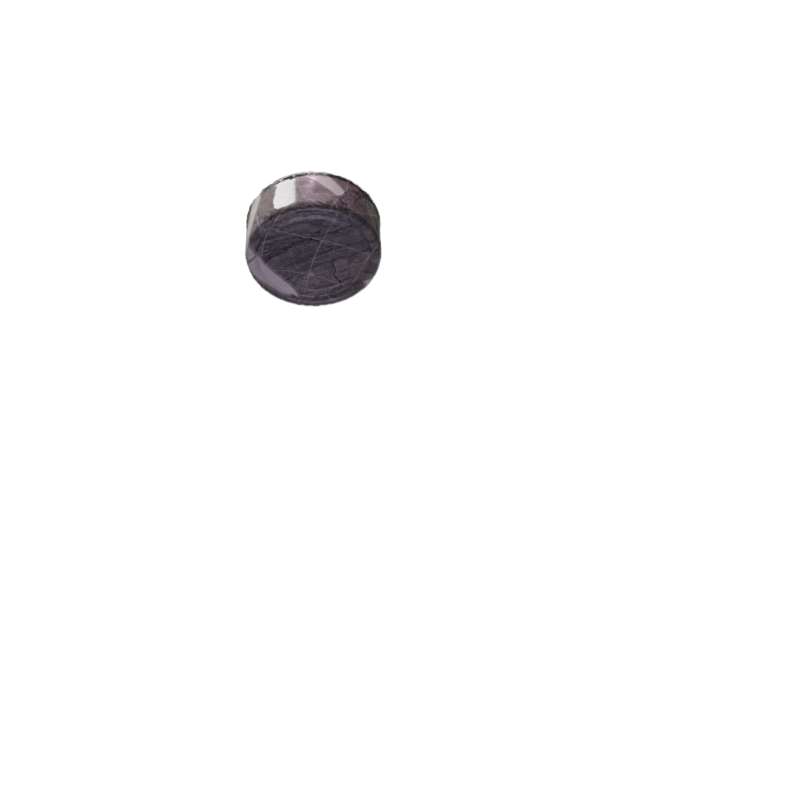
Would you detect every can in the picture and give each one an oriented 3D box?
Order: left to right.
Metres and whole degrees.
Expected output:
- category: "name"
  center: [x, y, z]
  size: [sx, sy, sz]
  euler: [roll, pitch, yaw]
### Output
- category: "can"
  center: [-0.054, -0.099, 0.695]
  size: [0.086, 0.080, 0.036]
  euler: [1, 45, -1]
